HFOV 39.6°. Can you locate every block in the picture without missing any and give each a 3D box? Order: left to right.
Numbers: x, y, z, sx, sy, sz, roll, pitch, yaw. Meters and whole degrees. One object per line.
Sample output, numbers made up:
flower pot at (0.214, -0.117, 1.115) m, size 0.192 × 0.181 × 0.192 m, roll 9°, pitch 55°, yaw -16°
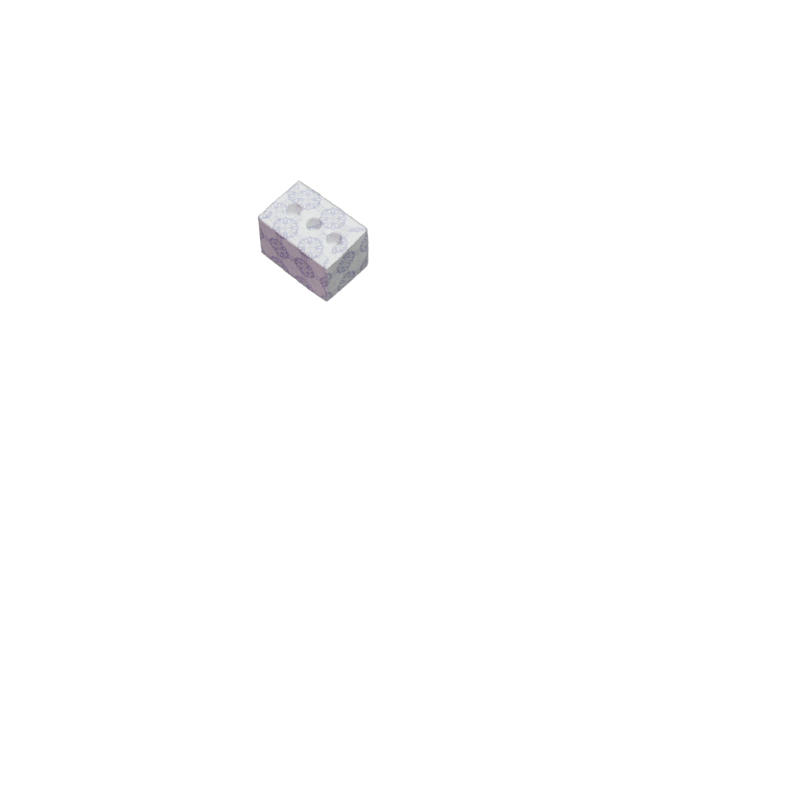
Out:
block at (-0.071, -0.130, 0.909) m, size 0.082 × 0.054 × 0.048 m, roll 37°, pitch -26°, yaw 20°
